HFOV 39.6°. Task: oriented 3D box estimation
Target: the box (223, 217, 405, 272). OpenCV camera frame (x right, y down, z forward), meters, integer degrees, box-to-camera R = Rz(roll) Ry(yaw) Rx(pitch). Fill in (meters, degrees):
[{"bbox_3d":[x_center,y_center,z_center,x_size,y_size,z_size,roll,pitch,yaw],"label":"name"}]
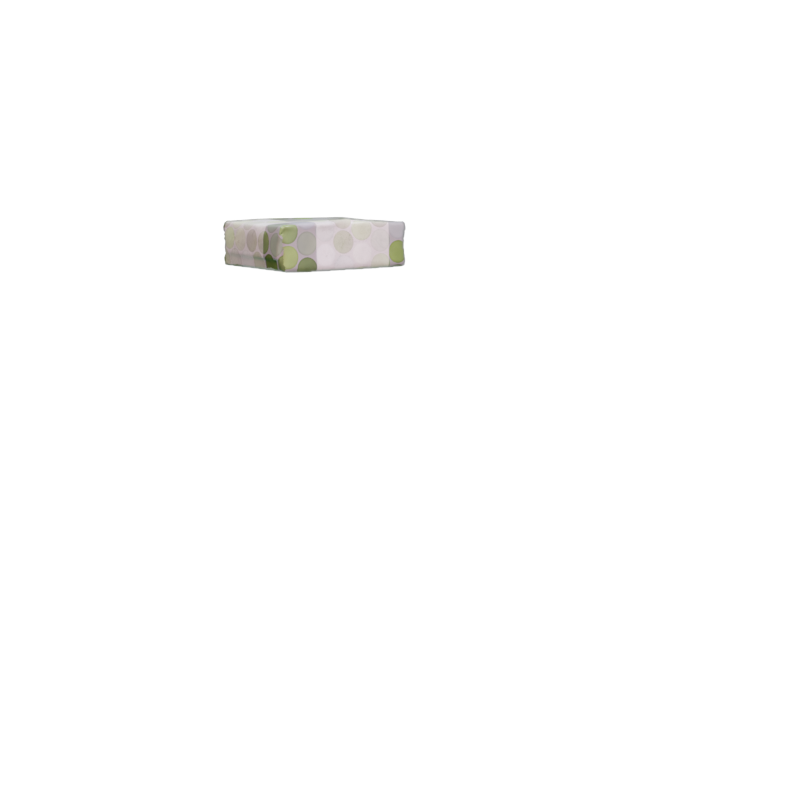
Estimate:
[{"bbox_3d":[-0.053,-0.097,0.678,0.087,0.030,0.077,-7,13,-33],"label":"box"}]
